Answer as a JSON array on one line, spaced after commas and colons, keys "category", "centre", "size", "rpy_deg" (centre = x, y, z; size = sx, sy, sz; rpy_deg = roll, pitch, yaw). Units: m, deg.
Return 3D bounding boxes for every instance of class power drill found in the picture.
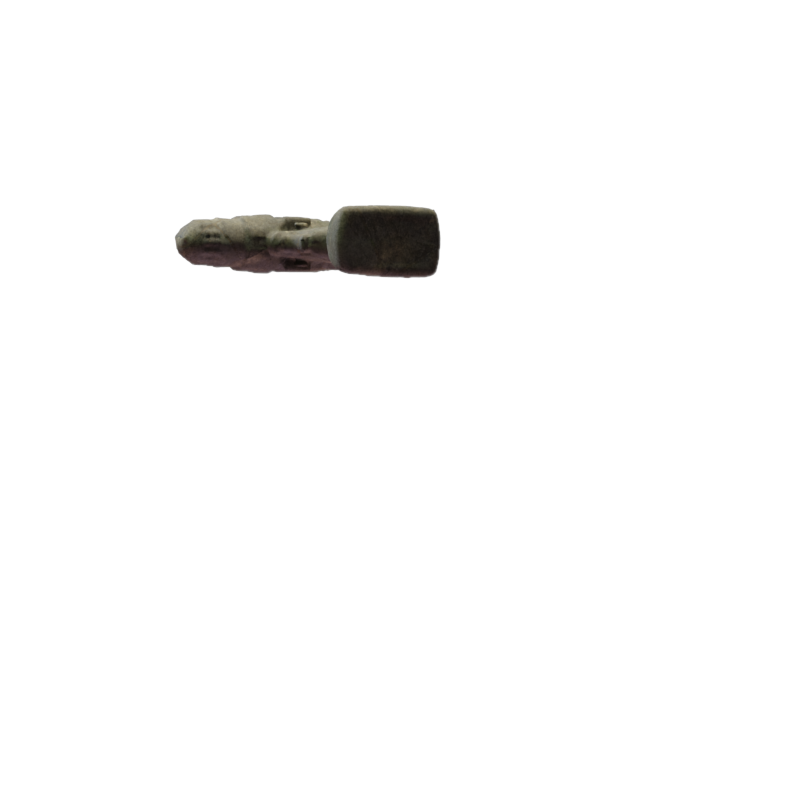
[{"category": "power drill", "centre": [-0.073, -0.133, 0.930], "size": [0.178, 0.057, 0.196], "rpy_deg": [-5, 9, -35]}]
